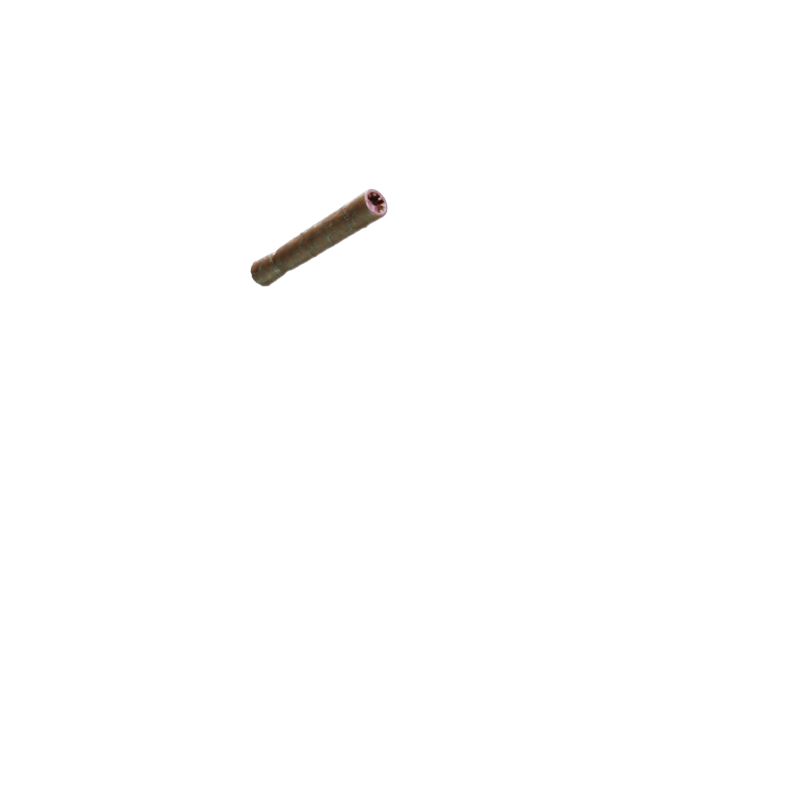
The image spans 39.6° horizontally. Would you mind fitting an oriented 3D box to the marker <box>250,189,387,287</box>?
[{"bbox_3d":[-0.055,-0.100,0.703,0.019,0.020,0.121,-3,-15,-46],"label":"marker"}]
